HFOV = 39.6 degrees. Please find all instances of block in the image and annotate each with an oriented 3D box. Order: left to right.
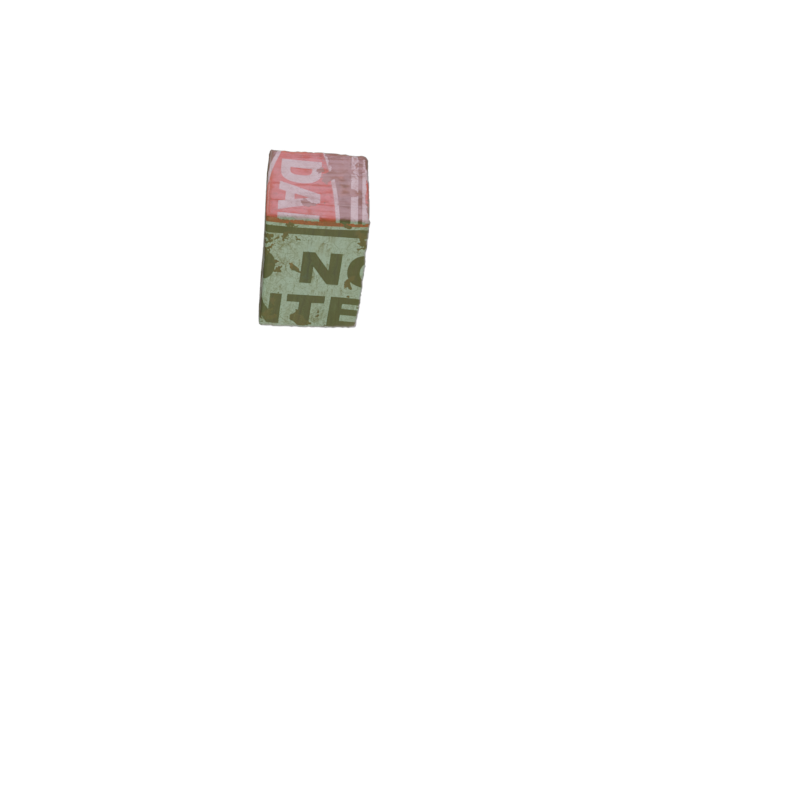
[{"bbox_3d":[-0.045,-0.082,0.572,0.052,0.055,0.073,4,-44,-6],"label":"block"}]
